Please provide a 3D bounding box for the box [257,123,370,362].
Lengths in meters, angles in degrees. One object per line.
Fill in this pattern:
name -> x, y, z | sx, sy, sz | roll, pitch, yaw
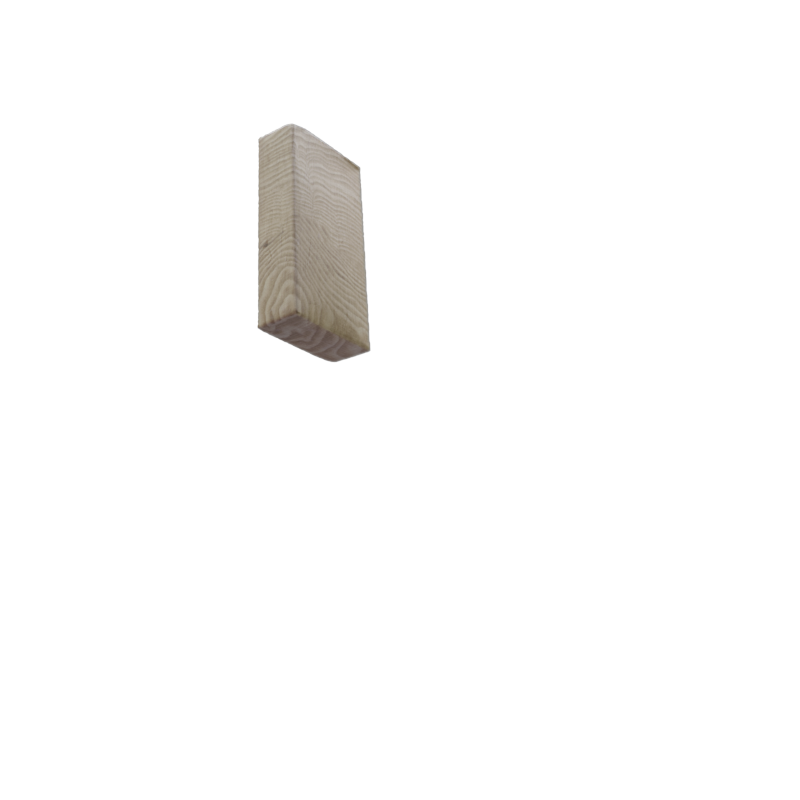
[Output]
box -> -0.069, -0.127, 0.887 | 0.048, 0.187, 0.087 | -21, -32, 33
